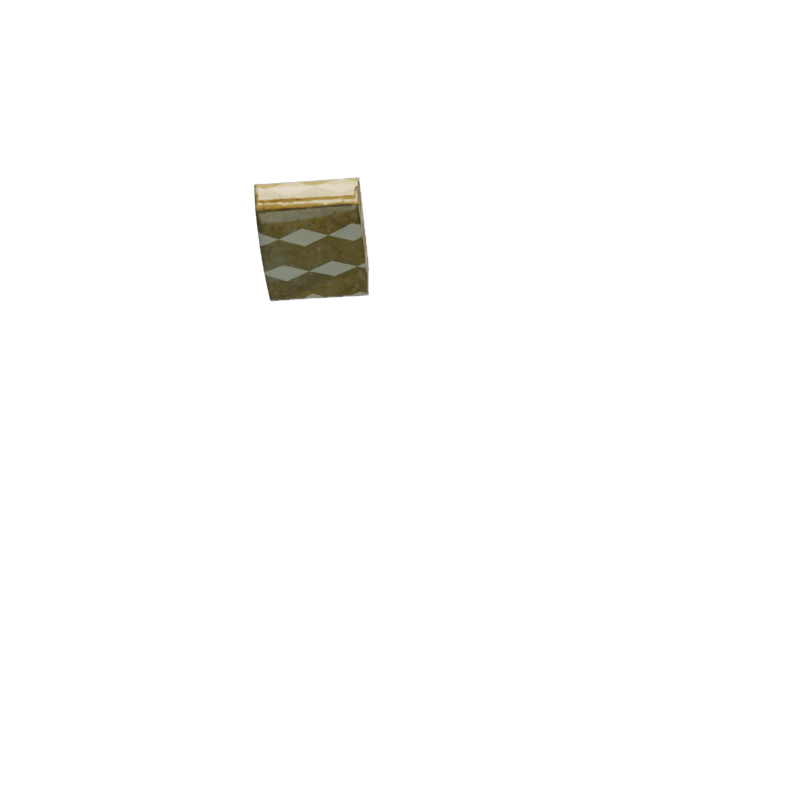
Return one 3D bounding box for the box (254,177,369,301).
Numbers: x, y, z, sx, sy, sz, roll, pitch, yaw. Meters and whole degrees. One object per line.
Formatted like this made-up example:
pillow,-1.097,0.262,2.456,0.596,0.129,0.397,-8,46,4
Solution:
box,-0.074,-0.135,0.948,0.090,0.042,0.105,-3,-40,3
